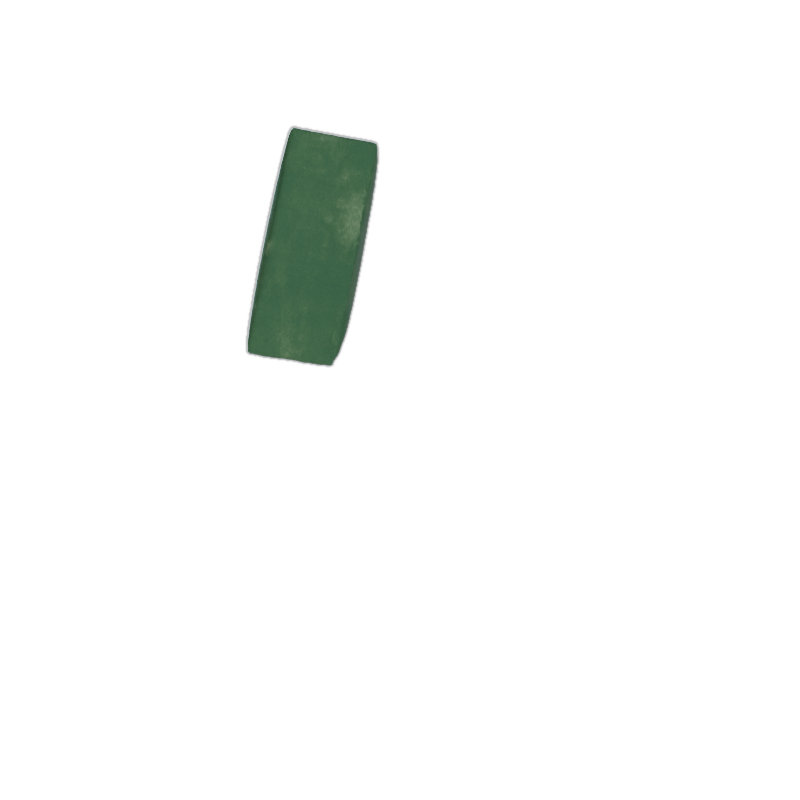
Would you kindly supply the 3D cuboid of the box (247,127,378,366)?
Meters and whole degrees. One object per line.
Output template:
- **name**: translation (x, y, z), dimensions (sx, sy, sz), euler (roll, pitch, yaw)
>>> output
- **box**: translation (-0.069, -0.125, 0.876), dimensions (0.071, 0.163, 0.217), euler (11, 7, -6)
